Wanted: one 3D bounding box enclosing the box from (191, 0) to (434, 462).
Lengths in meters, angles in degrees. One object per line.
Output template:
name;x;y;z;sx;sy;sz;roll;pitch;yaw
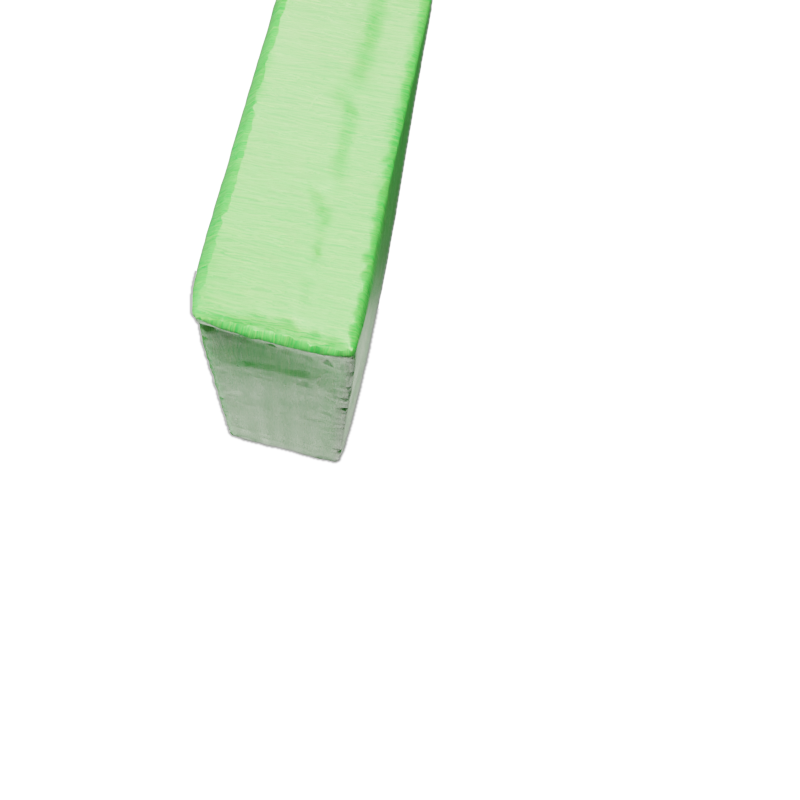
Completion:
box;-0.041;-0.075;0.529;0.072;0.171;0.205;12;-17;-1
